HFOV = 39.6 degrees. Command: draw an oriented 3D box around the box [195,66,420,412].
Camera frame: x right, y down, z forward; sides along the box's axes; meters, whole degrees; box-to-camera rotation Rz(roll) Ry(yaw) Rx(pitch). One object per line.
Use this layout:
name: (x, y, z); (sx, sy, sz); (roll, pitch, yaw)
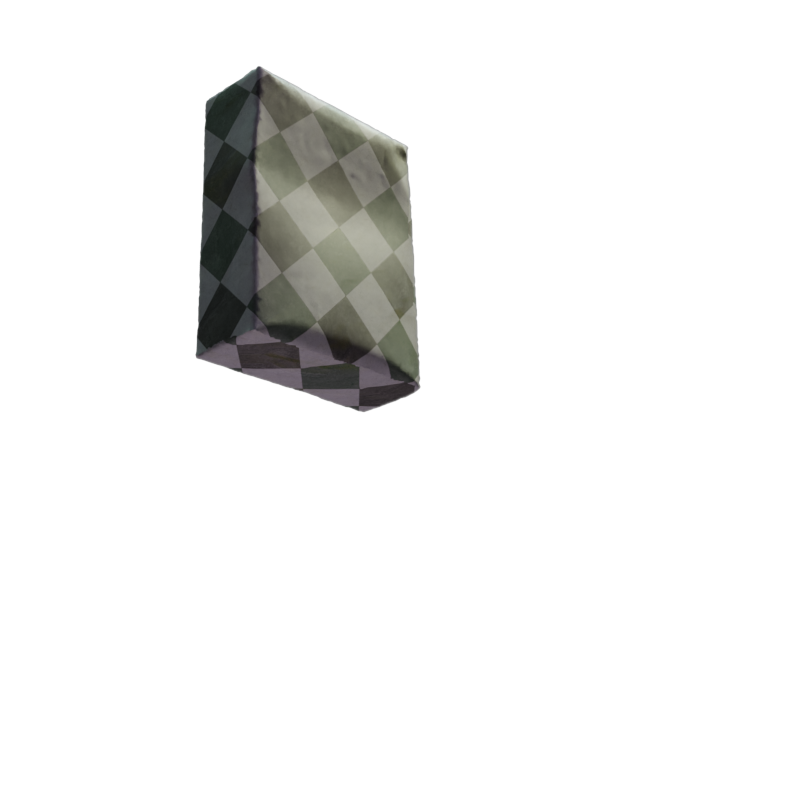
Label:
box: (-0.064, -0.117, 0.816); (0.154, 0.226, 0.072); (21, -34, -40)
